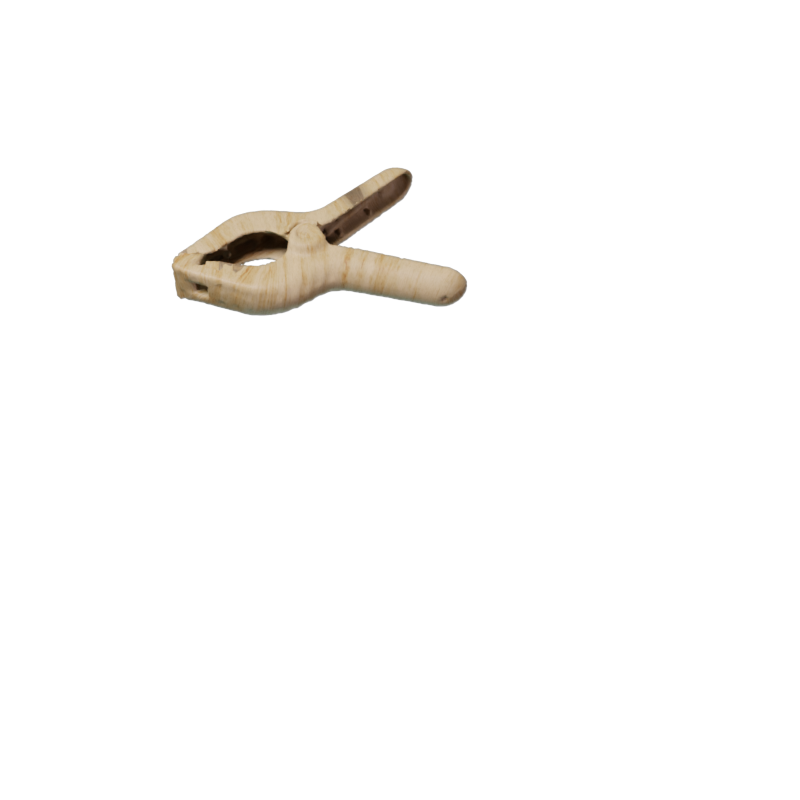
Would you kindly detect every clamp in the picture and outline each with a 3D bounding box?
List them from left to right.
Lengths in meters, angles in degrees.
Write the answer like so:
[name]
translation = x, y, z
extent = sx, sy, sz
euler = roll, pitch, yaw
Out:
[clamp]
translation = -0.053, -0.097, 0.682
extent = 0.170, 0.037, 0.129
euler = -4, 40, -5
